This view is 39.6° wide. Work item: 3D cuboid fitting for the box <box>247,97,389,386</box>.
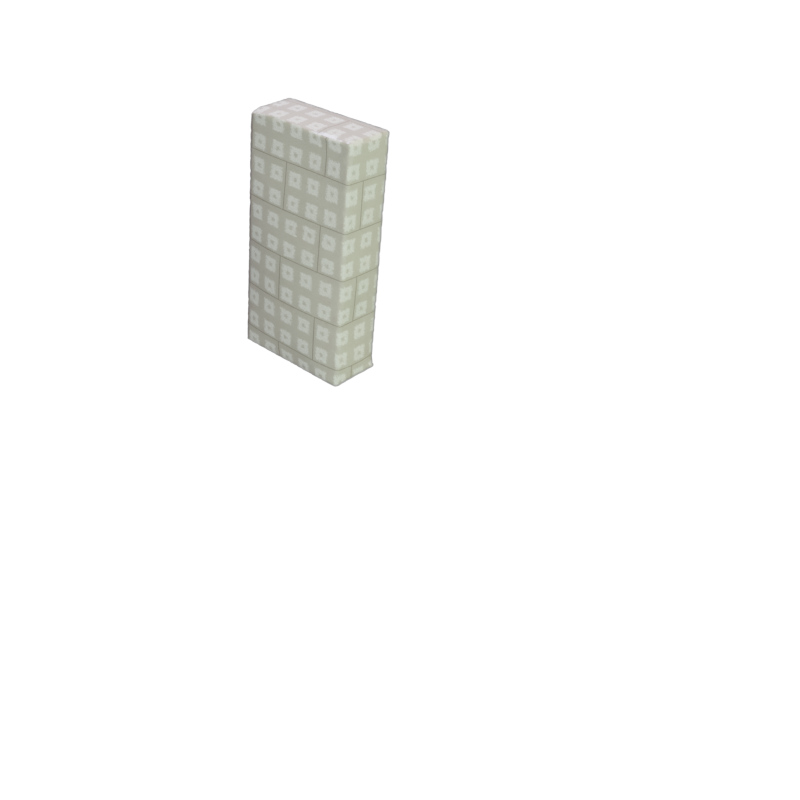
[{"bbox_3d":[-0.059,-0.107,0.751,0.099,0.166,0.048,25,36,36],"label":"box"}]
